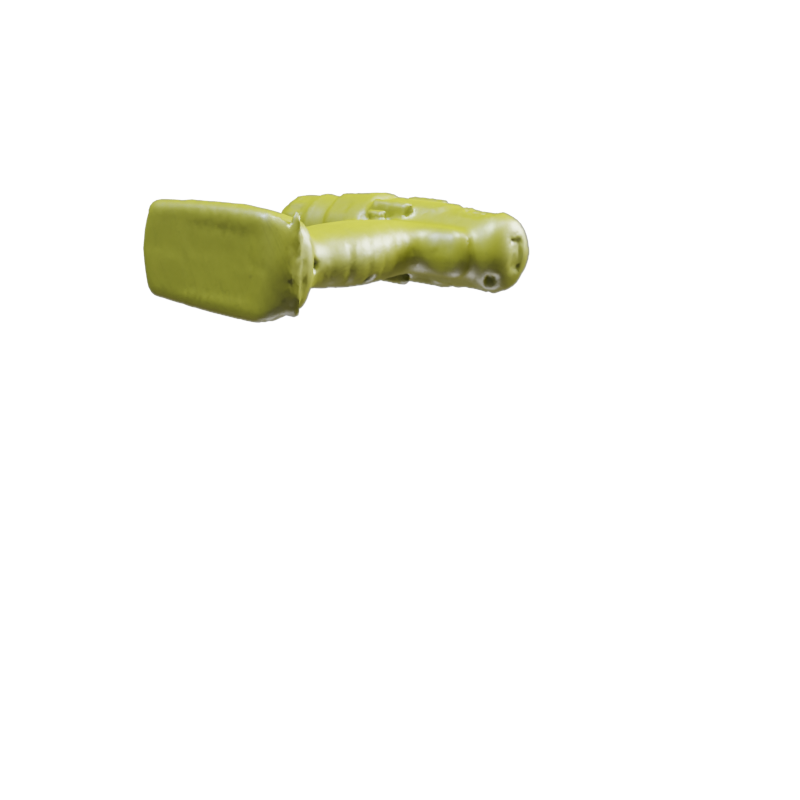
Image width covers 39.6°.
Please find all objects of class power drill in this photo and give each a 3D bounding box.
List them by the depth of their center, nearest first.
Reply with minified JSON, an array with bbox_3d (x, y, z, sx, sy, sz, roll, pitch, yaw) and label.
[{"bbox_3d":[-0.049,-0.090,0.629,0.194,0.056,0.183,13,19,41],"label":"power drill"}]
